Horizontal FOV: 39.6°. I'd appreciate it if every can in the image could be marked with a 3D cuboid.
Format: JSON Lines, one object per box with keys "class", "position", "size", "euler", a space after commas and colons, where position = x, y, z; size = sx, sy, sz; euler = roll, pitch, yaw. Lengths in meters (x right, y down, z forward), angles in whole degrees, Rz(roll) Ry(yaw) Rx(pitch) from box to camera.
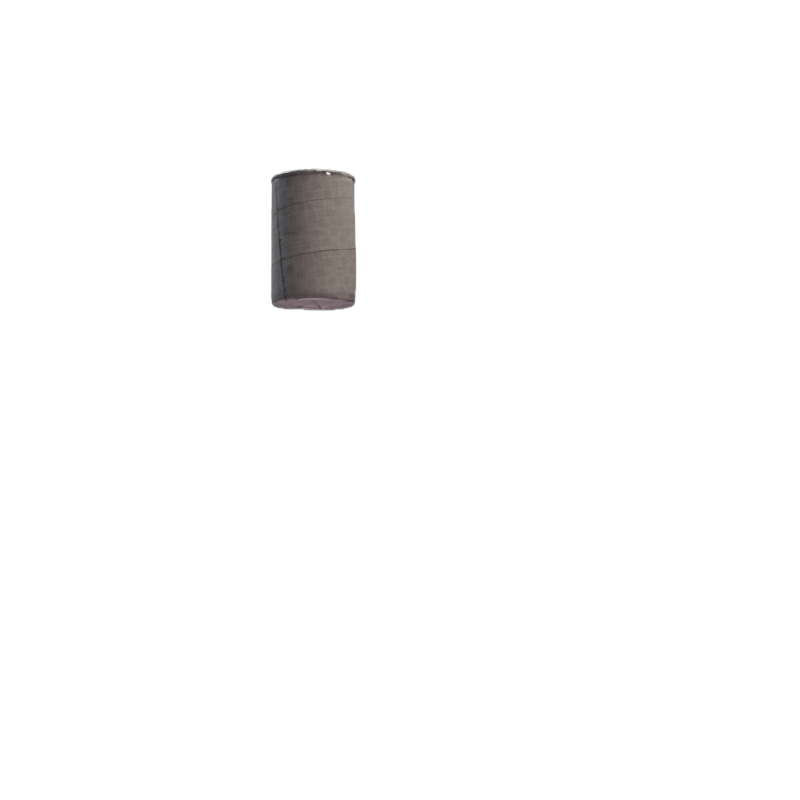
{"class": "can", "position": [-0.069, -0.125, 0.877], "size": [0.068, 0.105, 0.067], "euler": [0, -9, -2]}
